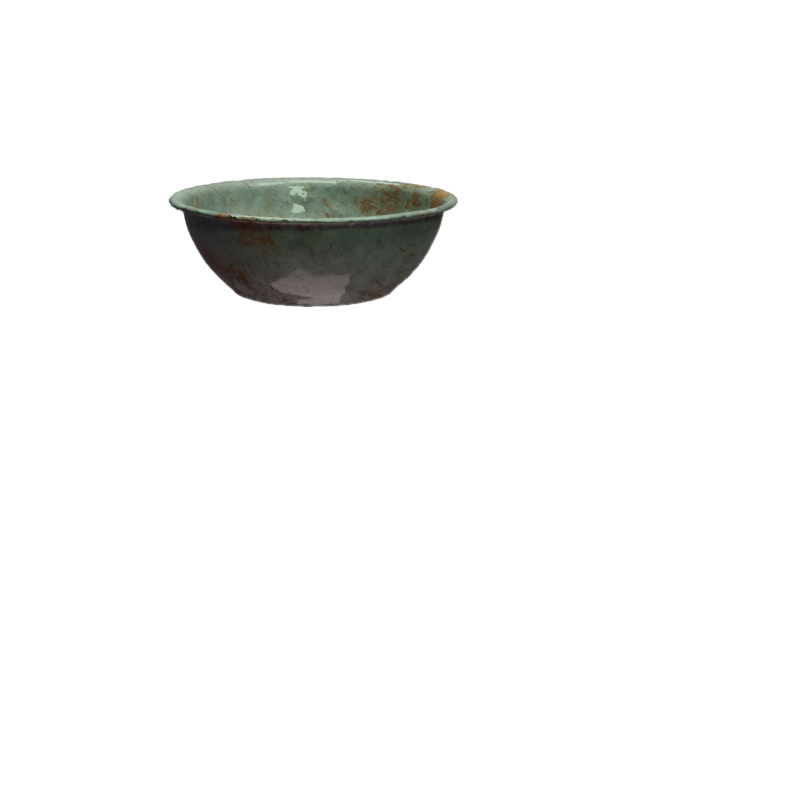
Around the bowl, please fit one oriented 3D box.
[{"bbox_3d":[-0.049,-0.090,0.627,0.162,0.053,0.168,-1,17,-2],"label":"bowl"}]
